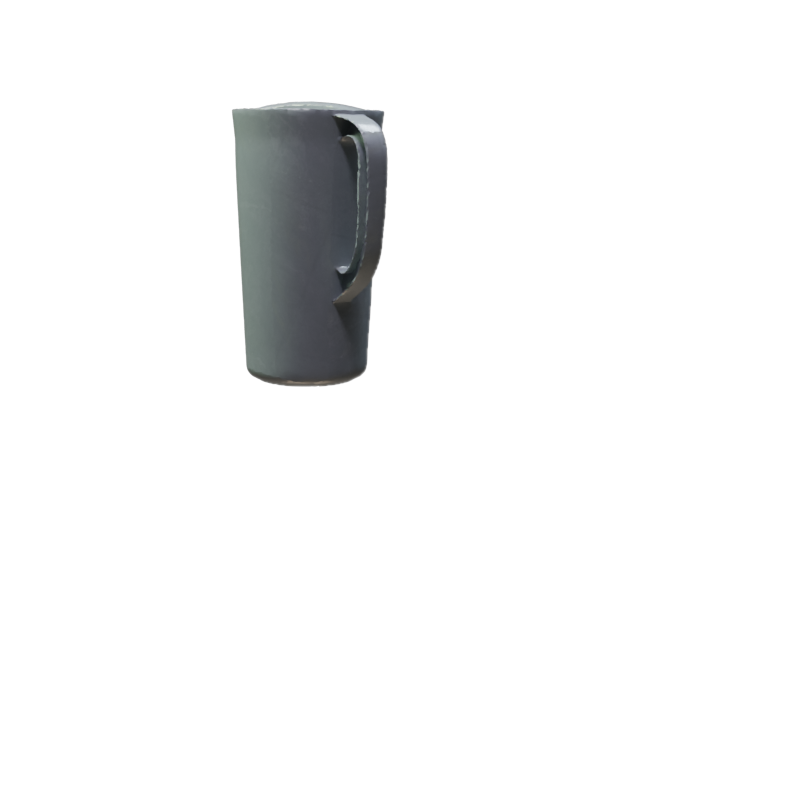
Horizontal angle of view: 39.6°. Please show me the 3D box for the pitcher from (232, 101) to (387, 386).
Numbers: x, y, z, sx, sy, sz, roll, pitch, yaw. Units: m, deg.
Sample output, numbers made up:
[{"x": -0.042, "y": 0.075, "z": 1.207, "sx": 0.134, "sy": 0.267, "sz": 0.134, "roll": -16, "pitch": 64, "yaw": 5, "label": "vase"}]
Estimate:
[{"x": -0.076, "y": -0.138, "z": 0.968, "sx": 0.147, "sy": 0.239, "sz": 0.150, "roll": 1, "pitch": 7, "yaw": 9, "label": "pitcher"}]
